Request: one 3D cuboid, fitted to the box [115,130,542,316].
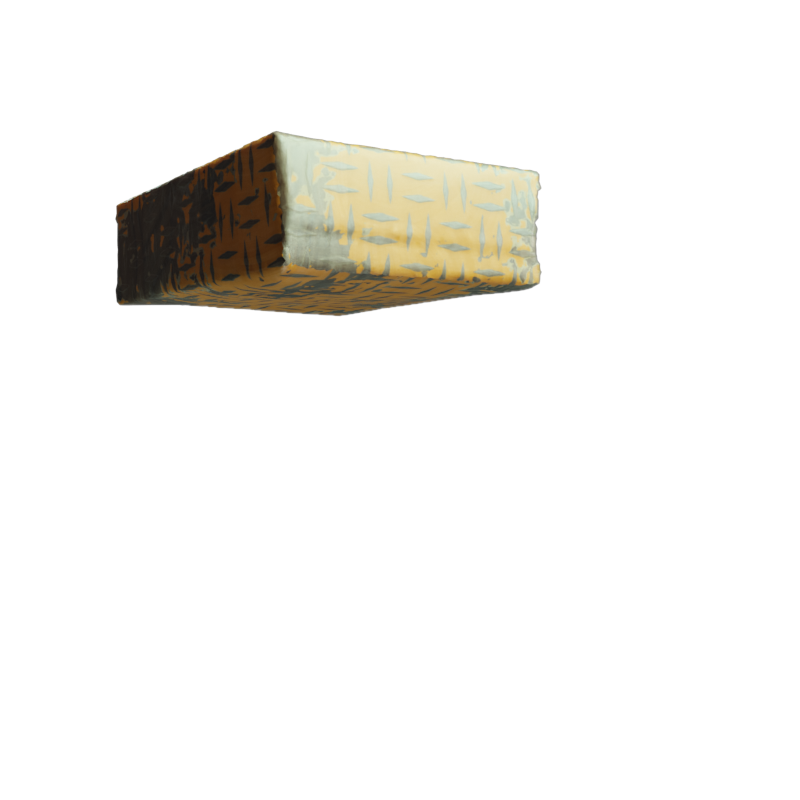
[{"bbox_3d":[-0.027,-0.049,0.343,0.086,0.039,0.117,0,0,-34],"label":"box"}]
